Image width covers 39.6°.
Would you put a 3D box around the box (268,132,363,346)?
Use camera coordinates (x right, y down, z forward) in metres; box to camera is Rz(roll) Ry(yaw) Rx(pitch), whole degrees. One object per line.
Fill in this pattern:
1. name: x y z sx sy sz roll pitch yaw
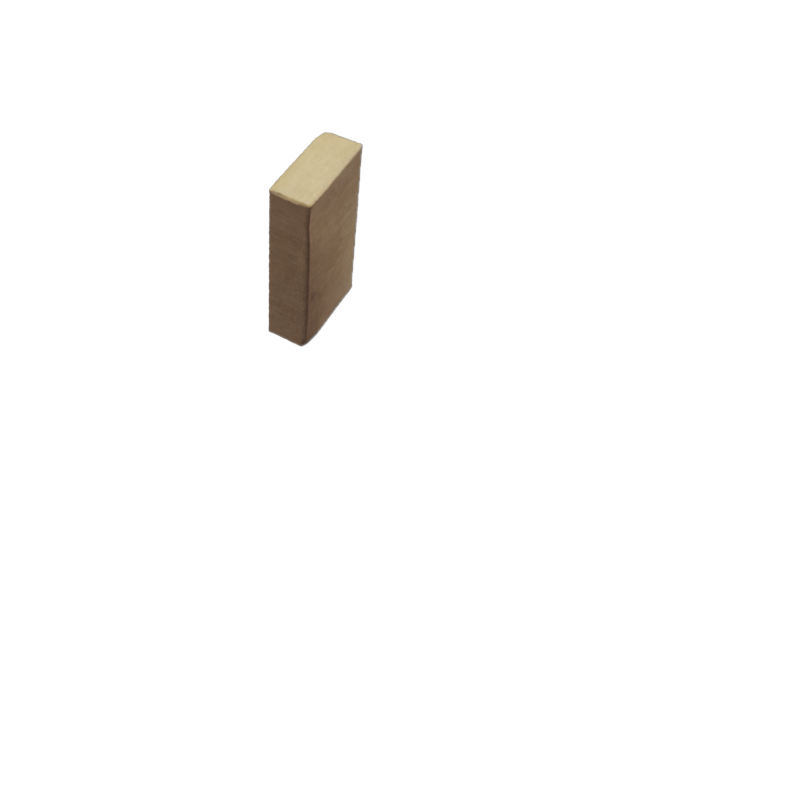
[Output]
1. box: -0.076 -0.138 0.963 0.050 0.164 0.096 22 50 16
